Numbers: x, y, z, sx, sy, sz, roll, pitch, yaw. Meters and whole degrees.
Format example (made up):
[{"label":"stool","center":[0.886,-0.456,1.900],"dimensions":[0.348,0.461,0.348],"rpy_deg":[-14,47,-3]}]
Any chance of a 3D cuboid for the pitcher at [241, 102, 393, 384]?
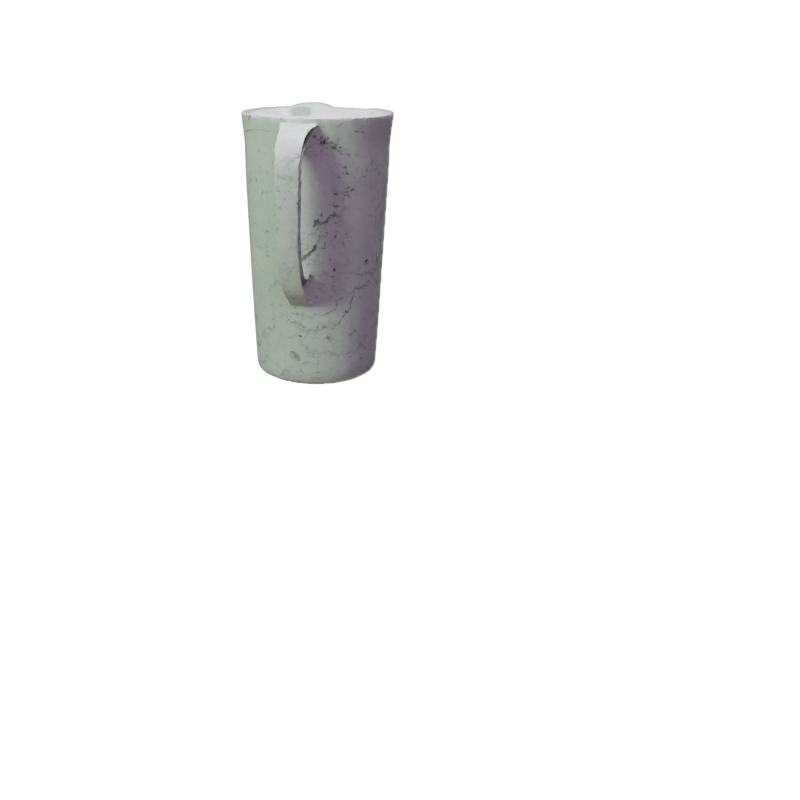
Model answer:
[{"label":"pitcher","center":[-0.077,-0.140,0.983],"dimensions":[0.145,0.236,0.153],"rpy_deg":[-8,16,-34]}]
